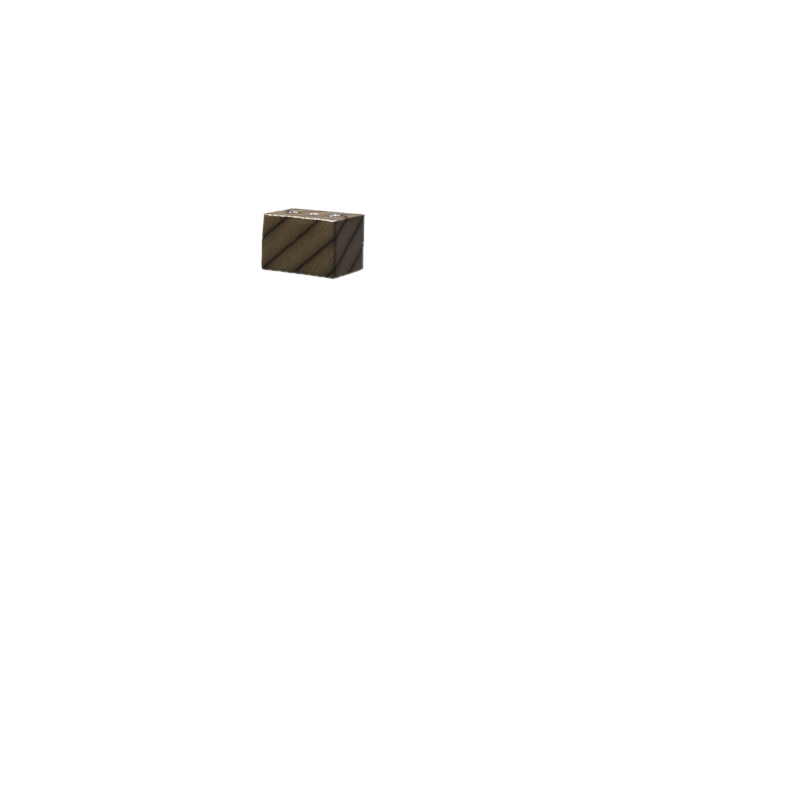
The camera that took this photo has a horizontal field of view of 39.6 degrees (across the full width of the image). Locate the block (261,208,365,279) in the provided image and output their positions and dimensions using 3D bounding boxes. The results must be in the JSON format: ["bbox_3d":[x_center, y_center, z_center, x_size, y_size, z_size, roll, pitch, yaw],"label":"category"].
[{"bbox_3d":[-0.077,-0.140,0.981,0.081,0.050,0.052,9,16,29],"label":"block"}]
